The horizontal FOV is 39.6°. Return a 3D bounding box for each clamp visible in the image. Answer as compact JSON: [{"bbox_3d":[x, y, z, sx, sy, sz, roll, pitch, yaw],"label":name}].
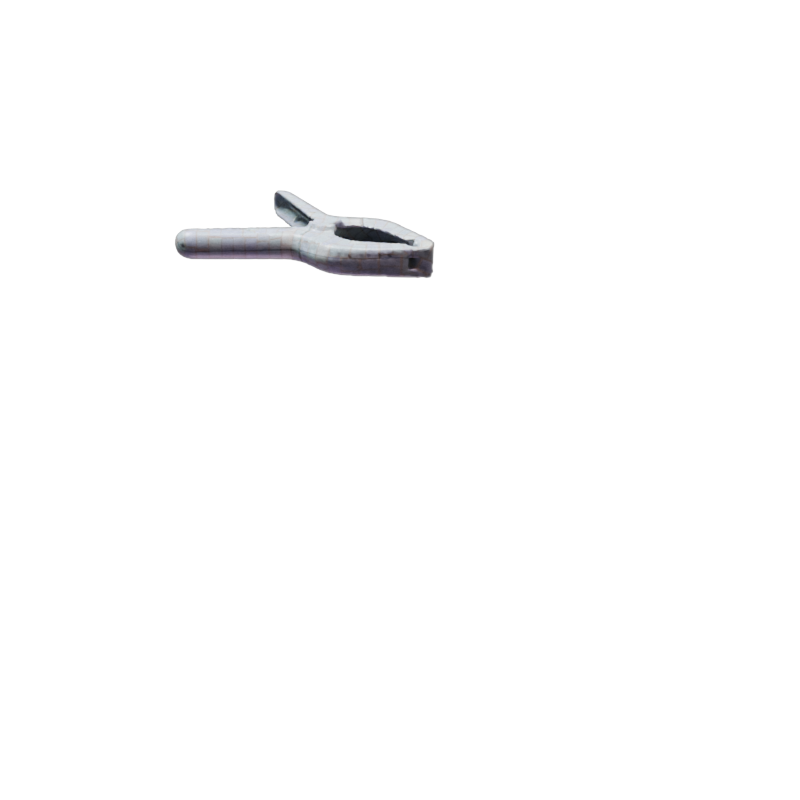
[{"bbox_3d":[-0.074,-0.134,0.939,0.221,0.035,0.164,18,31,32],"label":"clamp"}]
